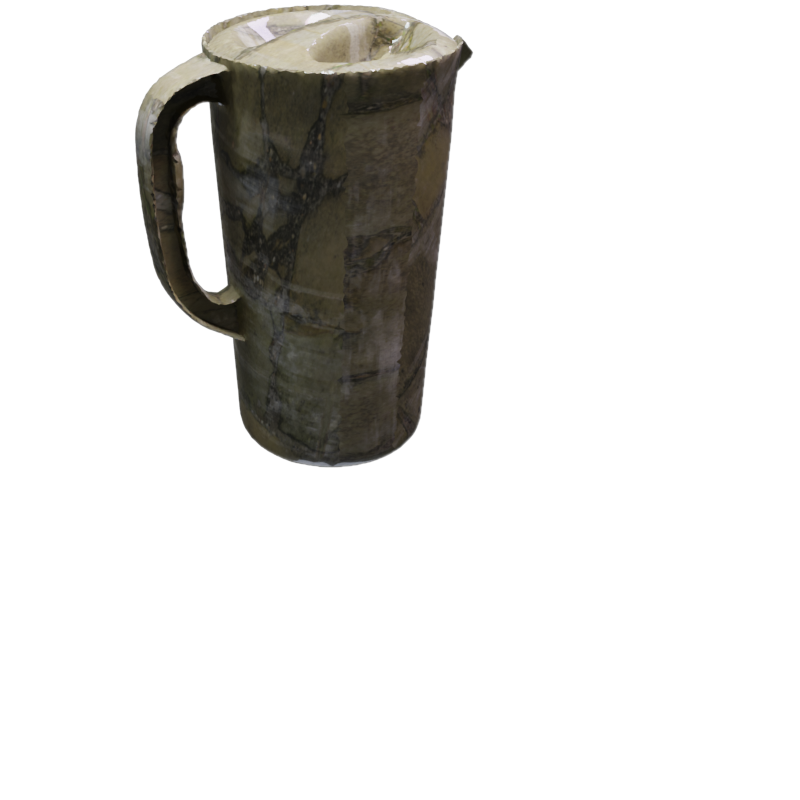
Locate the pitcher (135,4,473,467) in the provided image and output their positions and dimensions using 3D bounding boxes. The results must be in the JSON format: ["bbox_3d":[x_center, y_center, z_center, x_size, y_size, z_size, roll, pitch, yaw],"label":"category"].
[{"bbox_3d":[-0.048,-0.087,0.608,0.152,0.230,0.150,8,28,12],"label":"pitcher"}]
